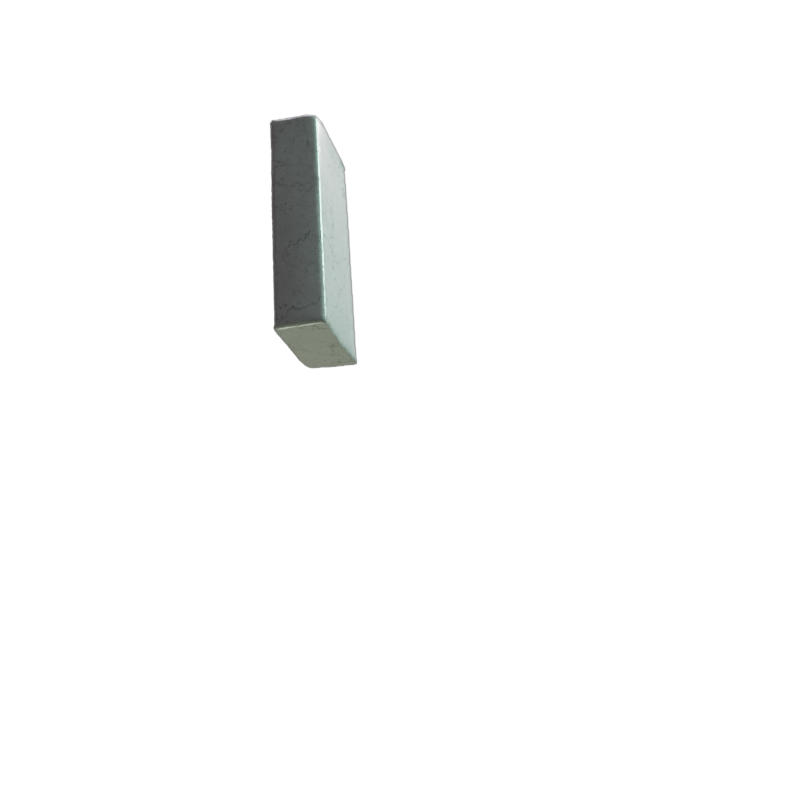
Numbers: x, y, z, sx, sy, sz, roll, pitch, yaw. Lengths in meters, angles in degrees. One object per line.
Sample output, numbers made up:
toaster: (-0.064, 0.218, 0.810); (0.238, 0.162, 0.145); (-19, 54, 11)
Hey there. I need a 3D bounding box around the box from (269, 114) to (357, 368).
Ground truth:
box: (-0.066, -0.121, 0.850); (0.049, 0.186, 0.087); (-7, -24, 11)
